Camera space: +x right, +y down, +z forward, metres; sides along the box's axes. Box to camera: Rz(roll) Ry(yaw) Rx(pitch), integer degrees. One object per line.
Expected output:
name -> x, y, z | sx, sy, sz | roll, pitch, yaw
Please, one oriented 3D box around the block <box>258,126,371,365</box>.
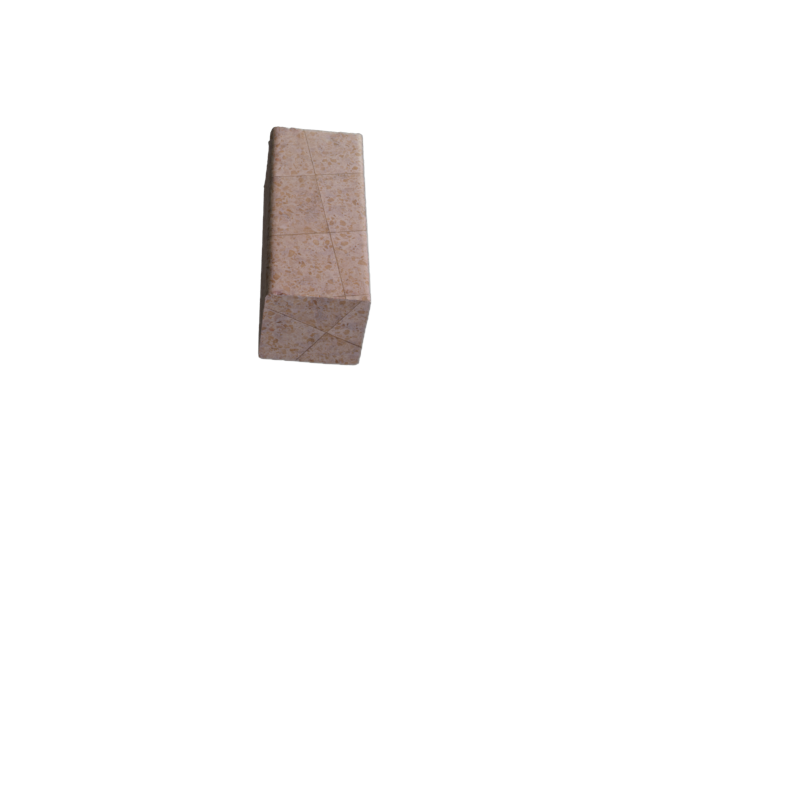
block -> -0.079, -0.143, 1.000 | 0.089, 0.221, 0.085 | 3, -40, -8
